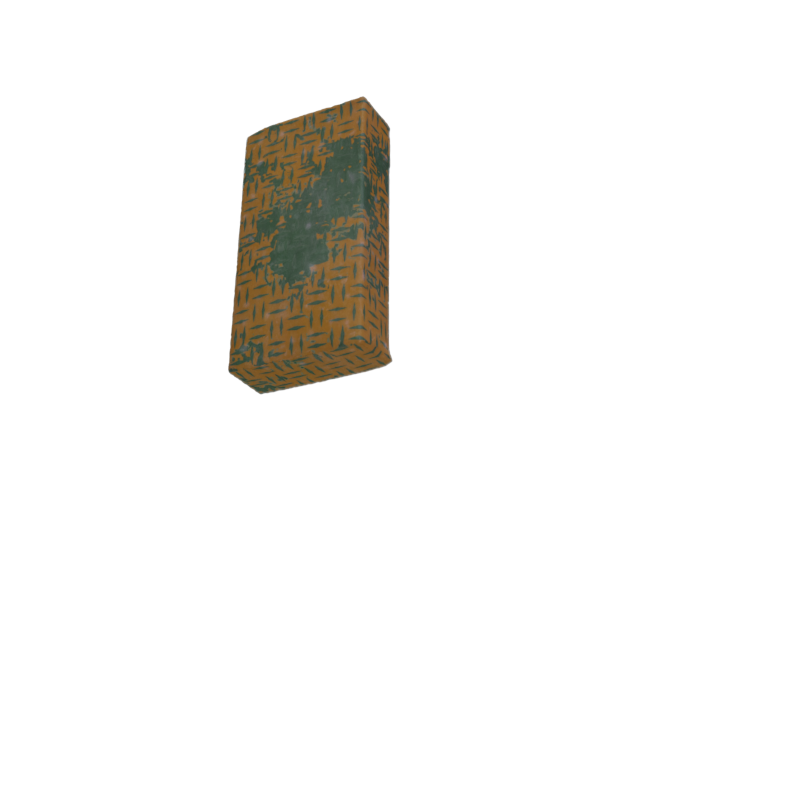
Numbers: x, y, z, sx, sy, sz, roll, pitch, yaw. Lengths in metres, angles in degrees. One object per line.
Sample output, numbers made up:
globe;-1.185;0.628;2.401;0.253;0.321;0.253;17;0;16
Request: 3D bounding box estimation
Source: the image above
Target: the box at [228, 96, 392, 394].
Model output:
box;-0.055;-0.099;0.692;0.095;0.187;0.045;-14;-30;23
